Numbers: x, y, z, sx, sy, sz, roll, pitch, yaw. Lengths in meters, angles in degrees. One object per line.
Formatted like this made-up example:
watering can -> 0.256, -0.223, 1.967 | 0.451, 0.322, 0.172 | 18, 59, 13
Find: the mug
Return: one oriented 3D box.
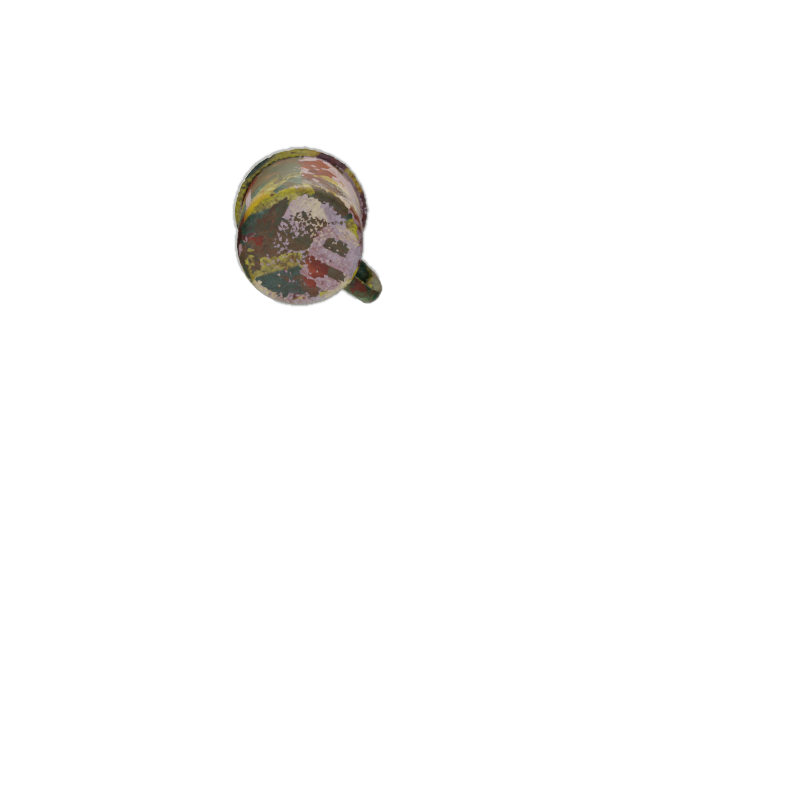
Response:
mug -> -0.058, -0.105, 0.739 | 0.113, 0.092, 0.085 | 43, 14, -16
